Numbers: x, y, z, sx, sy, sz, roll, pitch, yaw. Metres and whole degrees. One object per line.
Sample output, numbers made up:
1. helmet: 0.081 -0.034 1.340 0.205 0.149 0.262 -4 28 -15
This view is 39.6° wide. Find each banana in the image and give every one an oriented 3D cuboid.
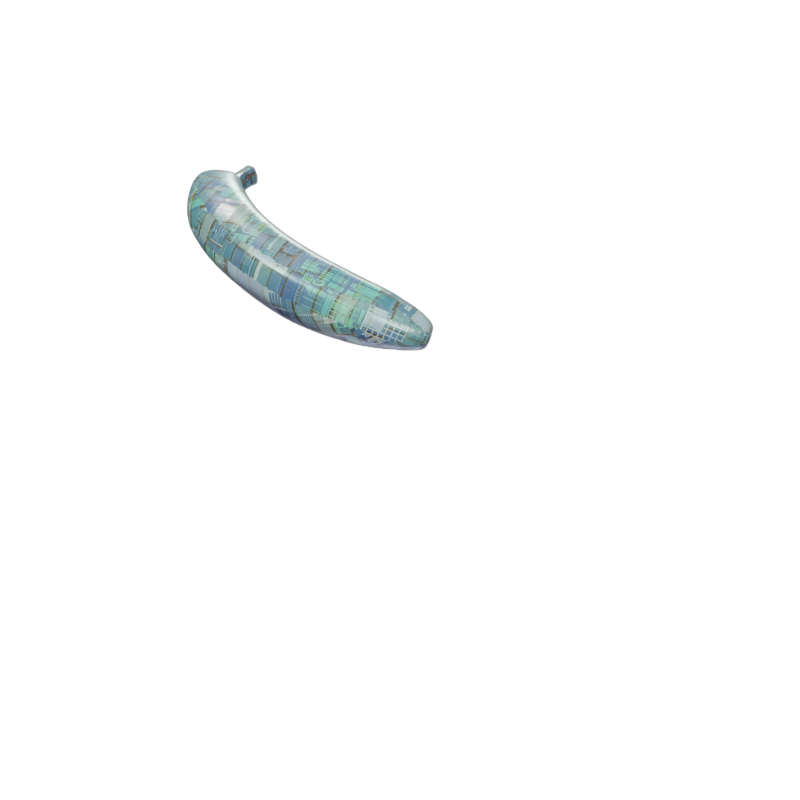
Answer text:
1. banana: -0.064 -0.080 0.587 0.069 0.034 0.214 -20 43 -24
